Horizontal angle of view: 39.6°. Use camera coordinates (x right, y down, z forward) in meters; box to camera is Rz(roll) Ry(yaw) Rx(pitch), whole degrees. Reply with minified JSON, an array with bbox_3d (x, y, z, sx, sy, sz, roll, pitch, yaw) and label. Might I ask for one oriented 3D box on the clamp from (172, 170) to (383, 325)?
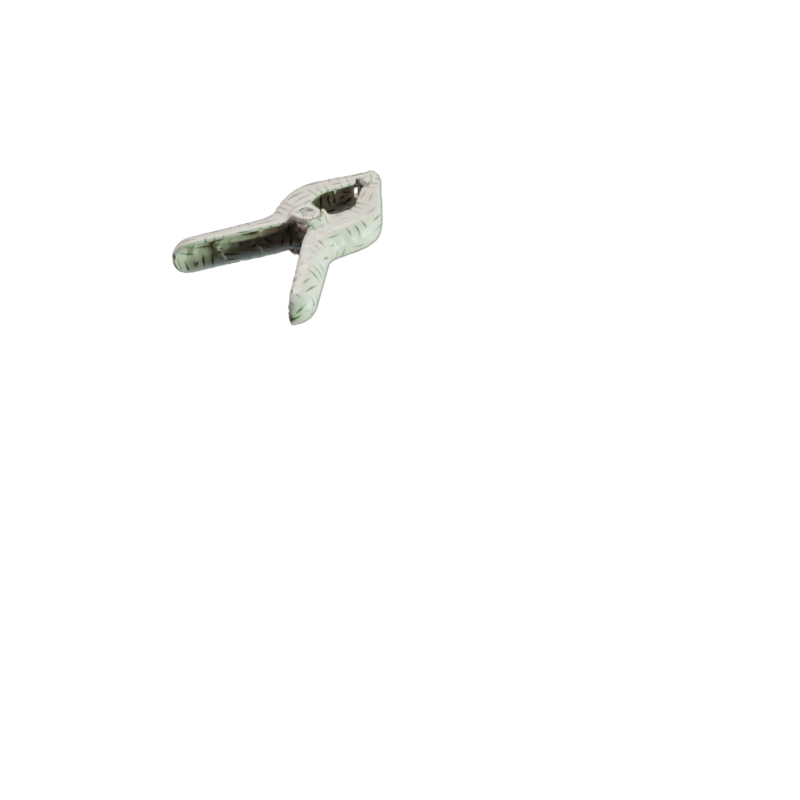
[{"bbox_3d":[-0.061,-0.112,0.785,0.172,0.036,0.128,-34,53,-30],"label":"clamp"}]
